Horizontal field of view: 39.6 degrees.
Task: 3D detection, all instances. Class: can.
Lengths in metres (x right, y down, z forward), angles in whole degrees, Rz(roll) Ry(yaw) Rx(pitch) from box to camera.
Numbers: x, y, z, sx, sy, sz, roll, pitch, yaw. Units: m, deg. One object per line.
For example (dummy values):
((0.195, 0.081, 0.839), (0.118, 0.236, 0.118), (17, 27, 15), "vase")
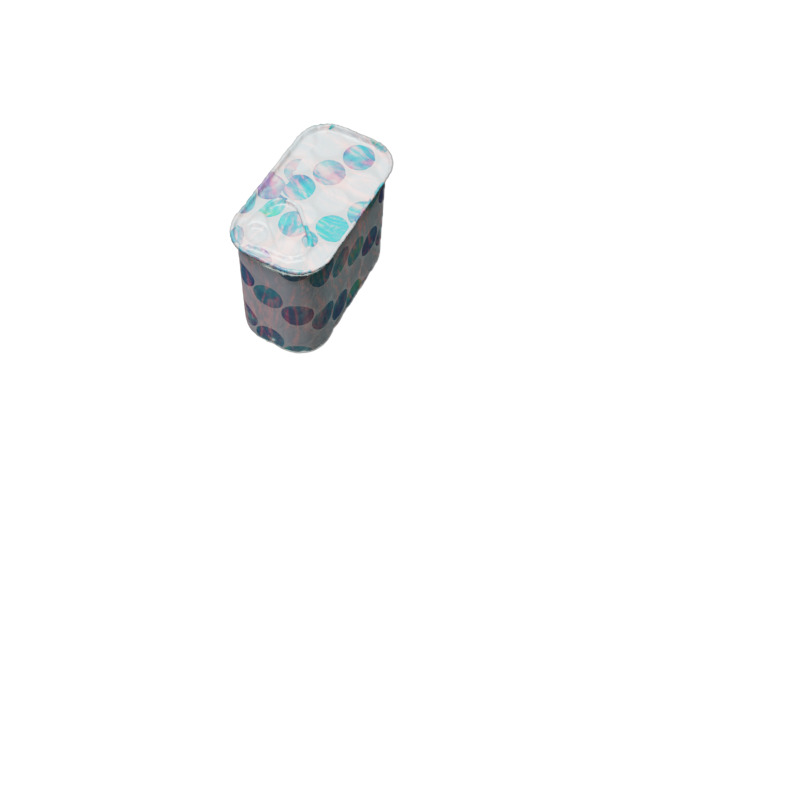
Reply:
((-0.048, -0.088, 0.618), (0.059, 0.105, 0.078), (24, -31, 13), "can")
